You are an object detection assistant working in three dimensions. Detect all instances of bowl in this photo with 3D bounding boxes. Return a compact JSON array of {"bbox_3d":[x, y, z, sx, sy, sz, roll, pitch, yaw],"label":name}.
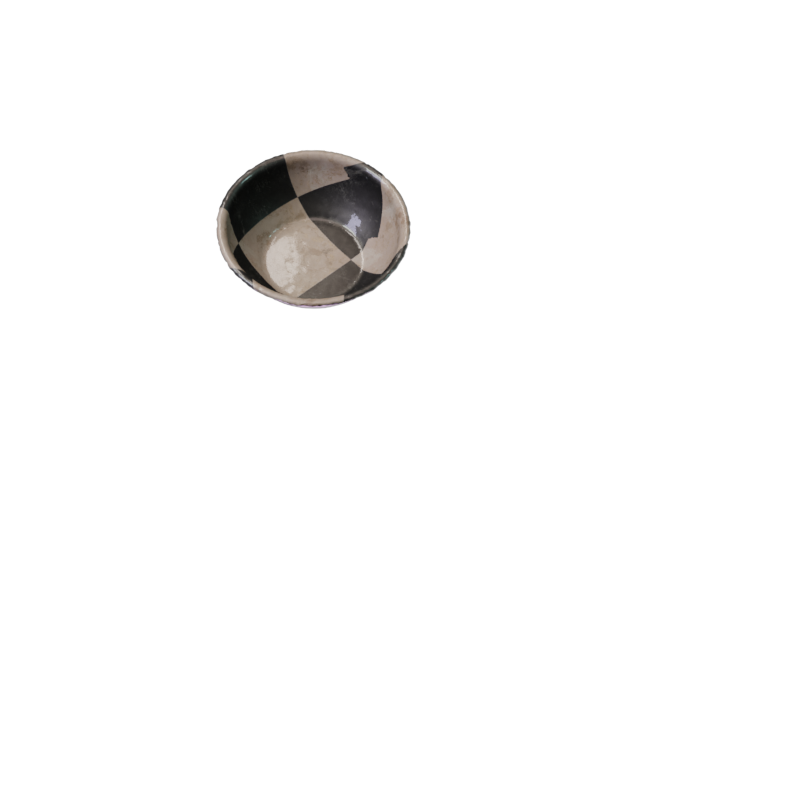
[{"bbox_3d":[-0.074,-0.135,0.944,0.162,0.173,0.051,-1,-33,-1],"label":"bowl"}]
